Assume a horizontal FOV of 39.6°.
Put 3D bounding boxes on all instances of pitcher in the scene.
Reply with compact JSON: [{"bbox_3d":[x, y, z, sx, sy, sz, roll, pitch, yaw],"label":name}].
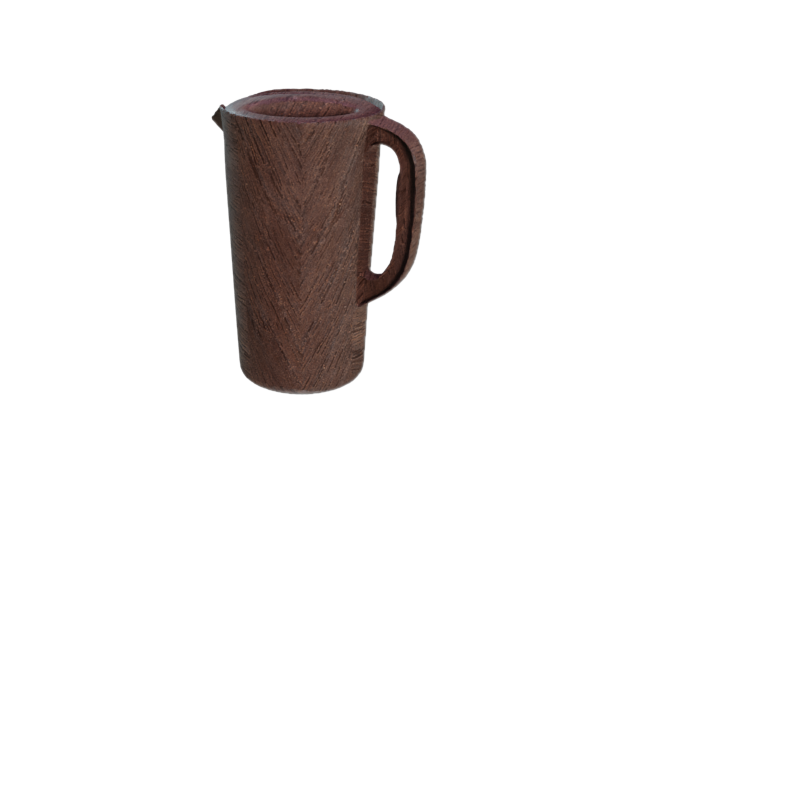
[{"bbox_3d":[-0.072,-0.131,0.917,0.142,0.232,0.159,-7,23,-19],"label":"pitcher"}]
